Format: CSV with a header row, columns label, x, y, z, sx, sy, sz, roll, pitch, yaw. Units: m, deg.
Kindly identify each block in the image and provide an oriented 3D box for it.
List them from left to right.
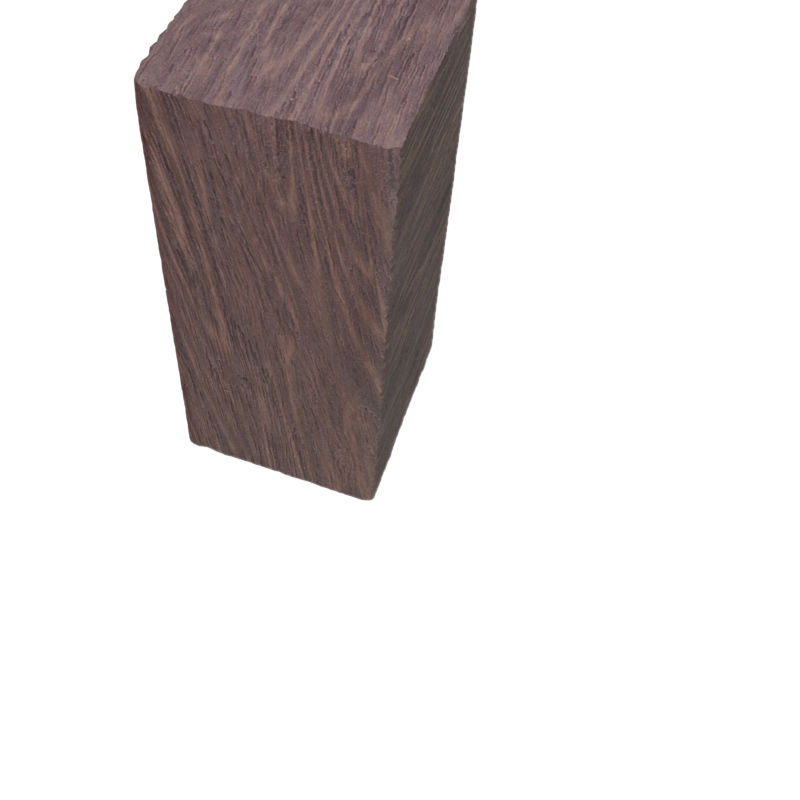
label,x,y,z,sx,sy,sz,roll,pitch,yaw
block,-0.034,-0.062,0.429,0.092,0.095,0.192,17,-36,9
